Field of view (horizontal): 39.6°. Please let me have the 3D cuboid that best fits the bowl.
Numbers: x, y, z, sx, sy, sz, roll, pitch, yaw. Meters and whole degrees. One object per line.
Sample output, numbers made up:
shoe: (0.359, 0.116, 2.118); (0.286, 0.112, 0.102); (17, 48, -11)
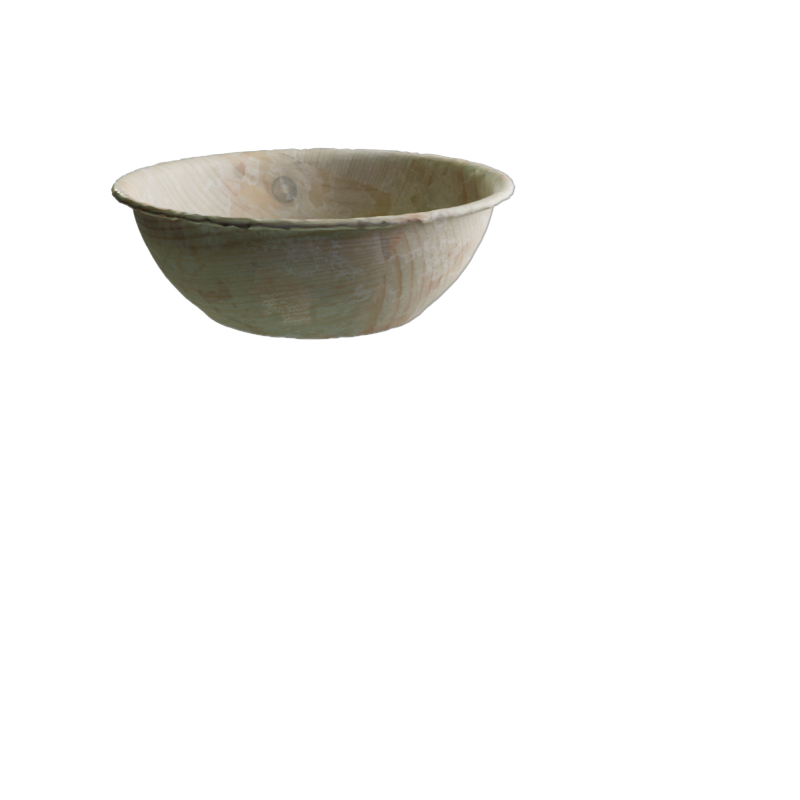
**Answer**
bowl: (-0.036, -0.065, 0.454); (0.162, 0.053, 0.169); (-1, 21, -2)
